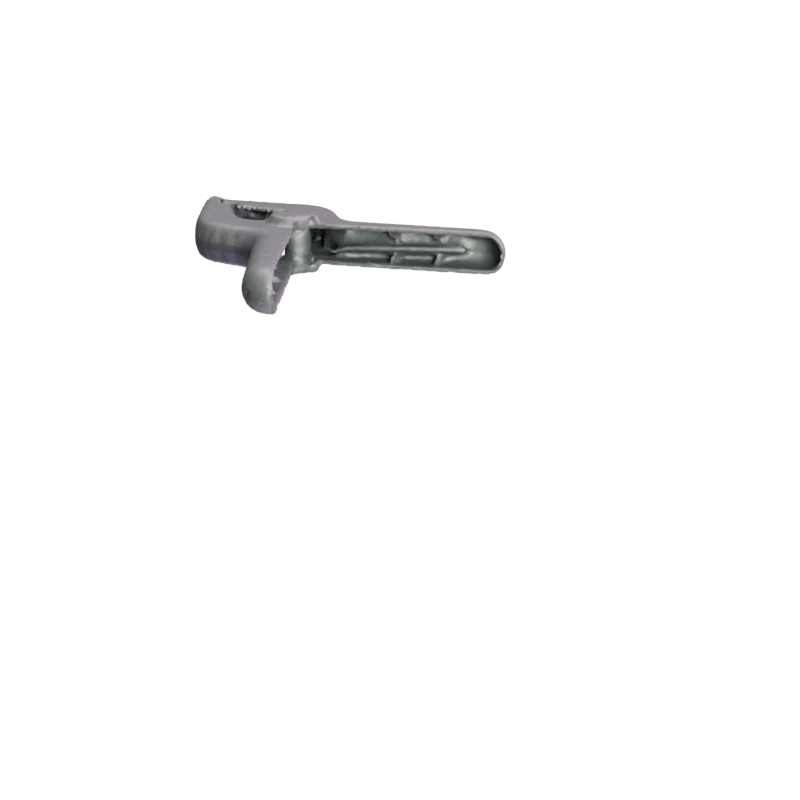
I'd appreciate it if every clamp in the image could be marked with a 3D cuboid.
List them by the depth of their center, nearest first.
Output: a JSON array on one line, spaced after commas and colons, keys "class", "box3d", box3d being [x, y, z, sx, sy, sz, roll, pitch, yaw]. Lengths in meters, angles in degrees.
[{"class": "clamp", "box3d": [-0.052, -0.095, 0.667, 0.161, 0.035, 0.223, -10, 21, -27]}]
